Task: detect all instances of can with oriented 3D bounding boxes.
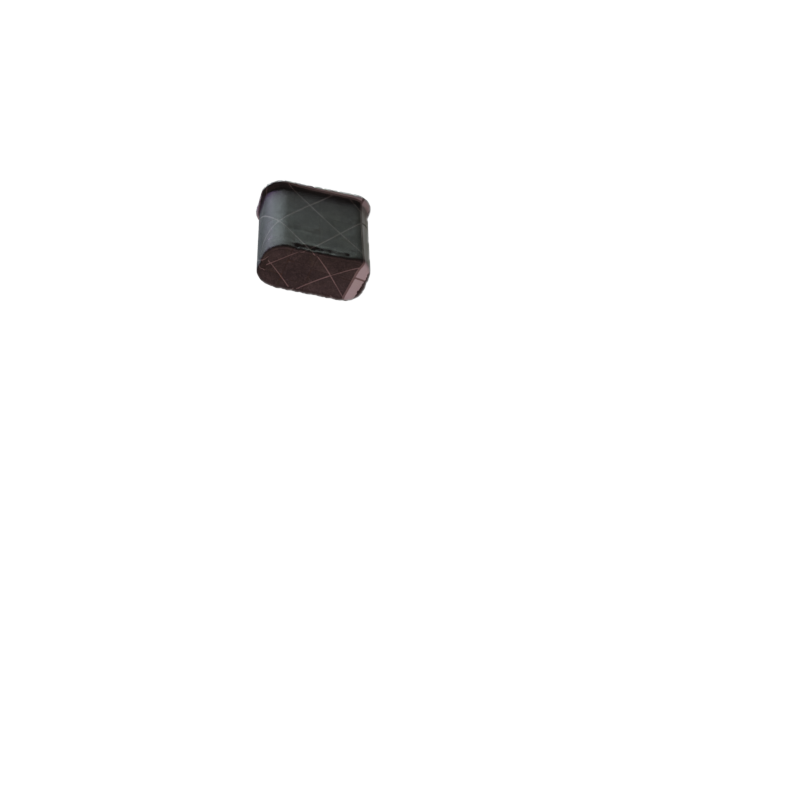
[{"bbox_3d":[-0.077,-0.140,0.981,0.100,0.090,0.055,10,-44,-12],"label":"can"}]
